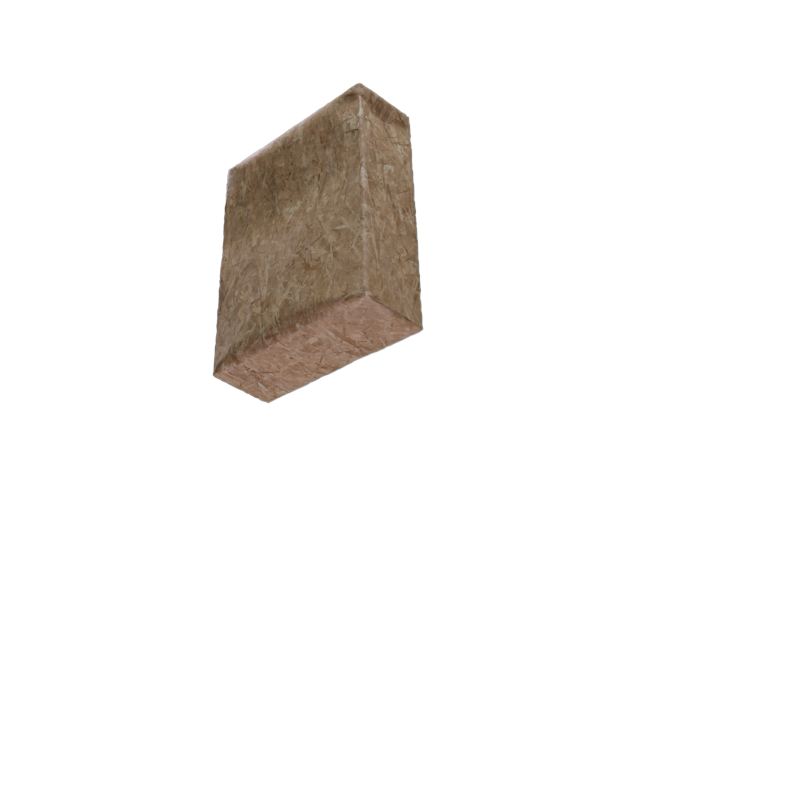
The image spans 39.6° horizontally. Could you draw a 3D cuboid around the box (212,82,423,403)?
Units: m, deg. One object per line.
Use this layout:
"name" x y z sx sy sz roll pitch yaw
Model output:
"box" -0.070 -0.127 0.892 0.164 0.229 0.067 -26 -40 33
